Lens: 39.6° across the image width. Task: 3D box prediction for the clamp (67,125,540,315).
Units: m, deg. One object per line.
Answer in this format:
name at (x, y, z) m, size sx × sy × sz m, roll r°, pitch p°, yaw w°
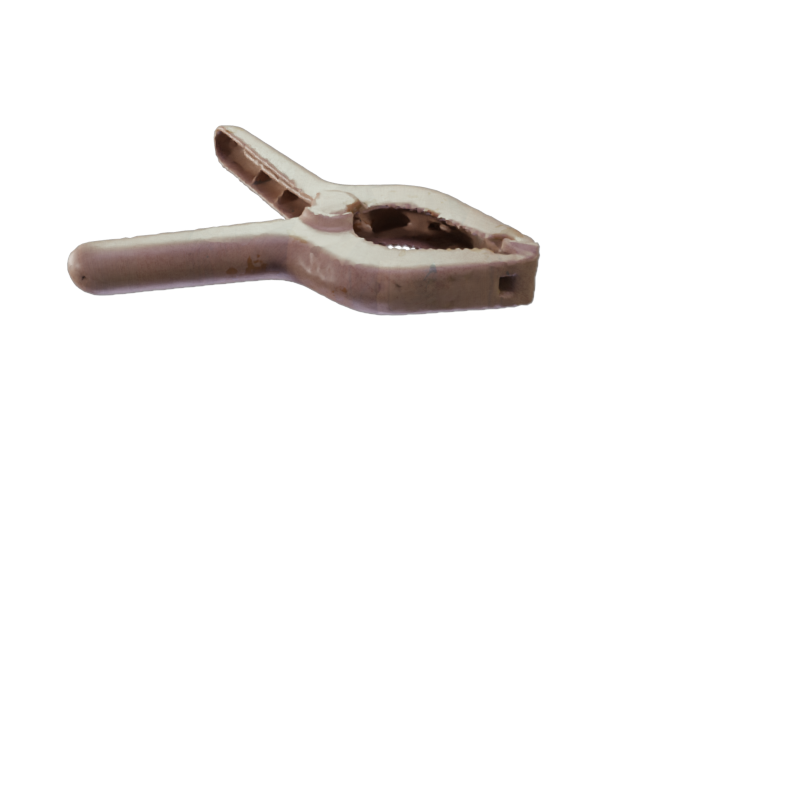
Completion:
clamp at (-0.042, -0.076, 0.534) m, size 0.219 × 0.034 × 0.169 m, roll 17°, pitch 40°, yaw 22°
